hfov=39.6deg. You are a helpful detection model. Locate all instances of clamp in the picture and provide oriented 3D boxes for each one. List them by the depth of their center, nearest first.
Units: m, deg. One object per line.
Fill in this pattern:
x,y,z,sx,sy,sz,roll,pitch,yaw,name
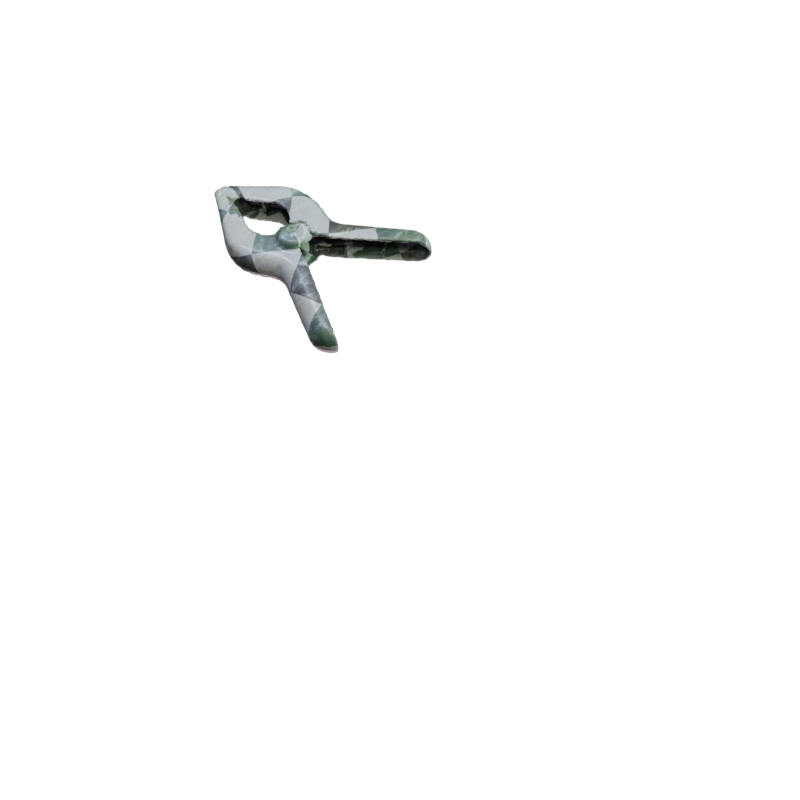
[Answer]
-0.065,-0.119,0.830,0.121,0.036,0.183,-34,59,-25,clamp
